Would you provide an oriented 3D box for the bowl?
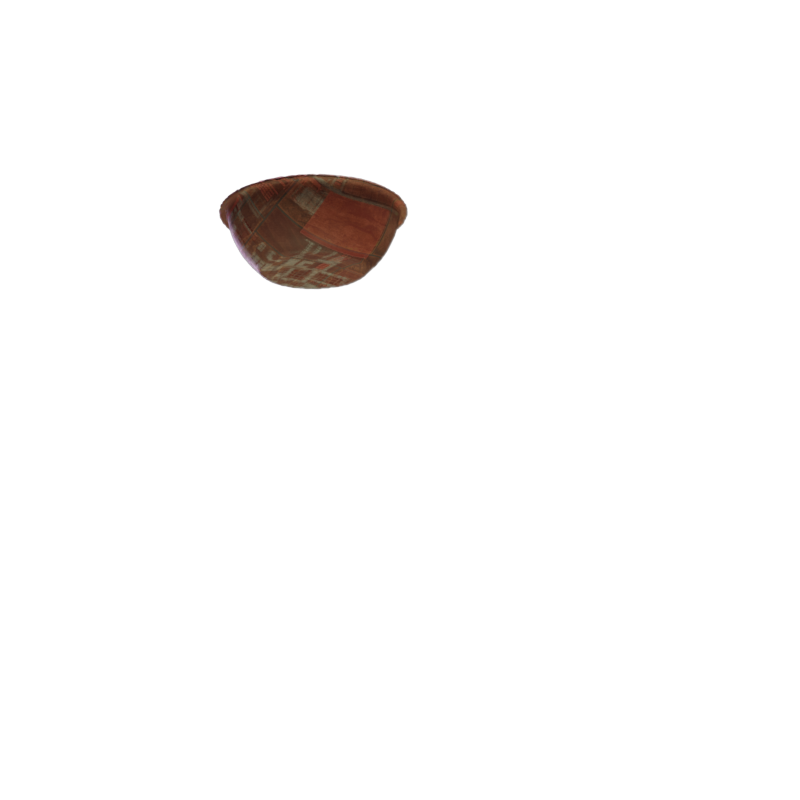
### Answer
[{"bbox_3d":[-0.074,-0.134,0.941,0.162,0.057,0.155,0,-15,-2],"label":"bowl"}]
